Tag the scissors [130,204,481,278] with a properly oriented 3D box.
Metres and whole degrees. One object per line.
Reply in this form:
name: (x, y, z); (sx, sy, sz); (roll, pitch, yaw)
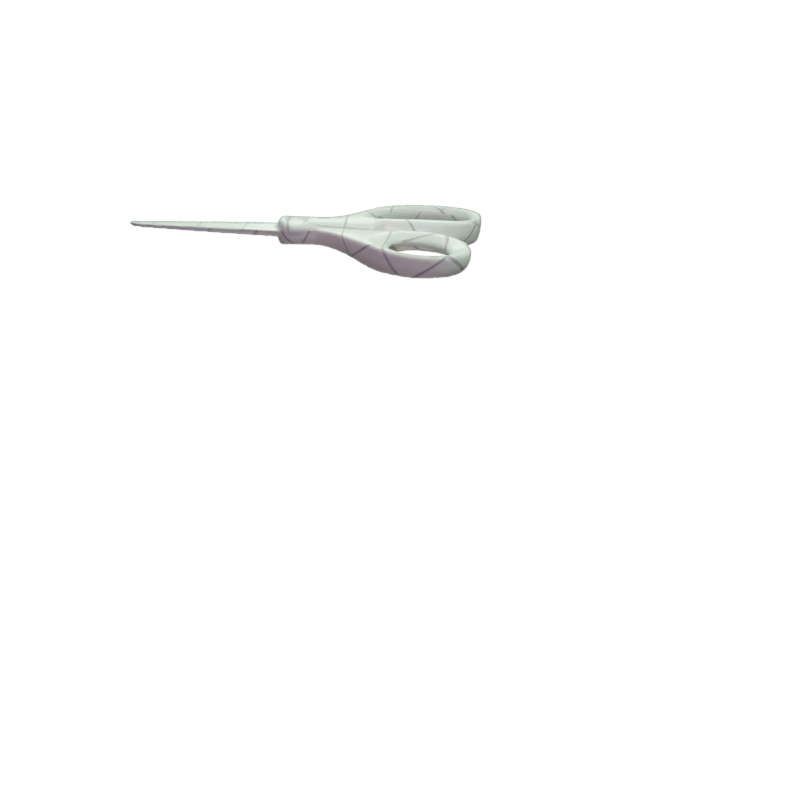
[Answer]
scissors: (-0.049, -0.089, 0.620); (0.199, 0.015, 0.102); (-5, 28, -9)
